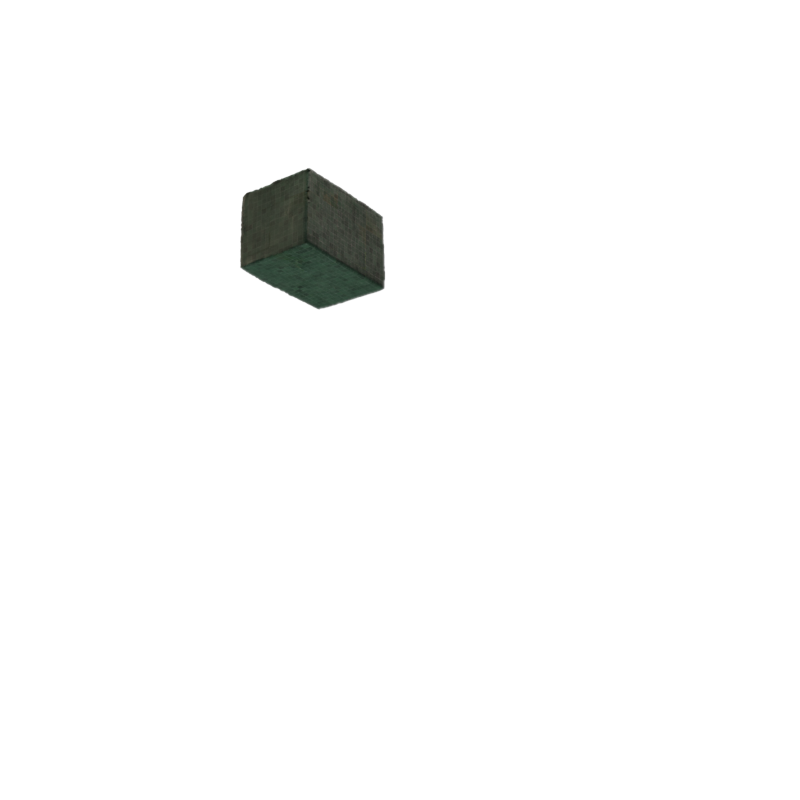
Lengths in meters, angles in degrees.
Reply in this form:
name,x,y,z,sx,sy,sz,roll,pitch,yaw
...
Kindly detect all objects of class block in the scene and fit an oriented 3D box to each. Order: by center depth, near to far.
name,x,y,z,sx,sy,sz,roll,pitch,yaw
block,-0.052,-0.095,0.666,0.053,0.054,0.073,-17,-27,32
